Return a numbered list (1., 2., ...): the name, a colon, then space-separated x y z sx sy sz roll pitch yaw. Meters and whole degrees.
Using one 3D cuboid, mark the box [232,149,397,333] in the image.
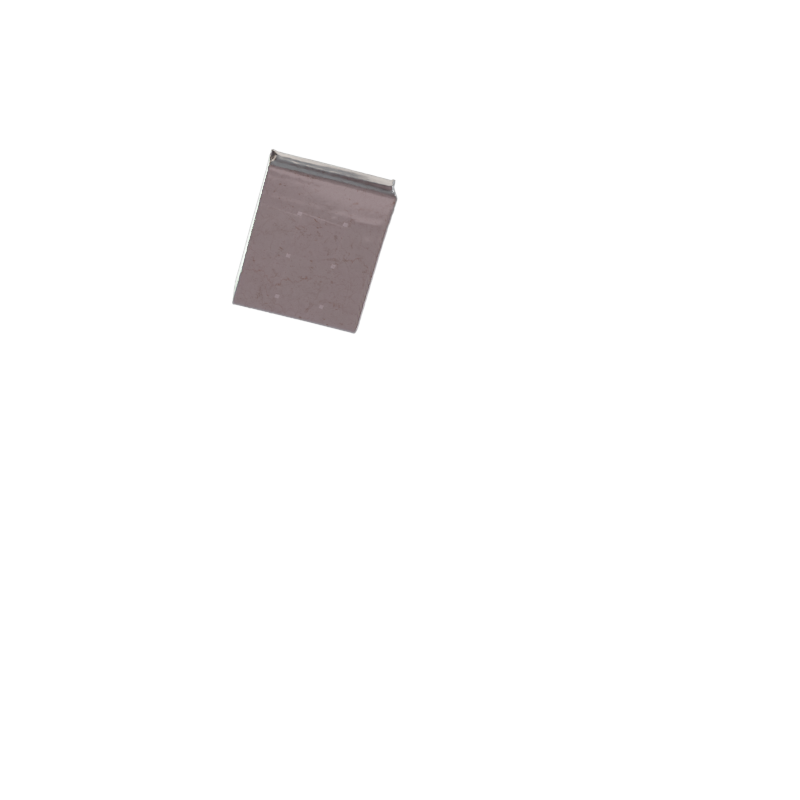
1. box: -0.048 -0.089 0.620 0.072 0.086 0.032 14 23 -7
